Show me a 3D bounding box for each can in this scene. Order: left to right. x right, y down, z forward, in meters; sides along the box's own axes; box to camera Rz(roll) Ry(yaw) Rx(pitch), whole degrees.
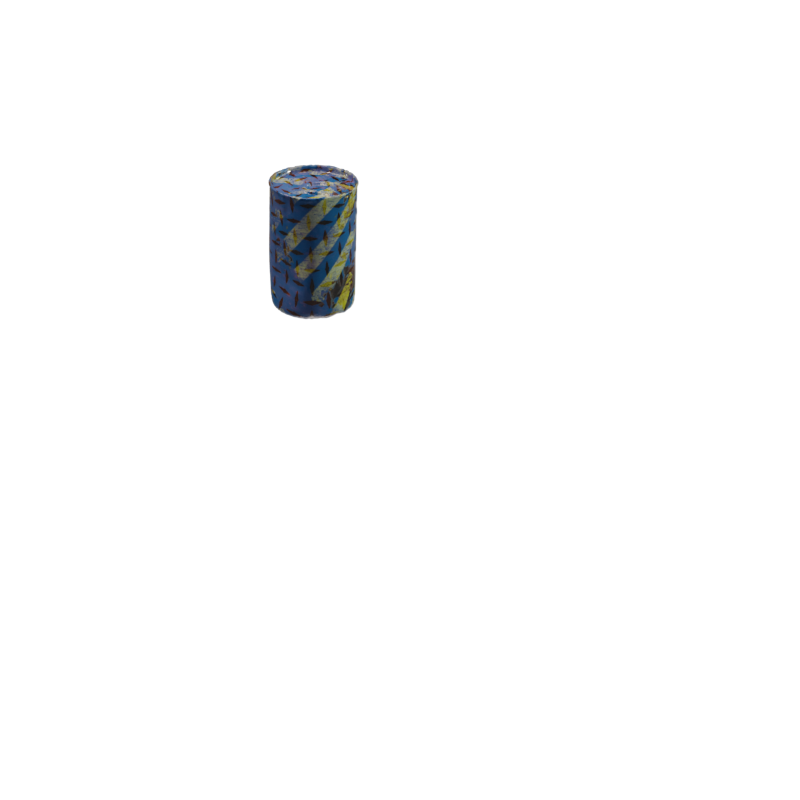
[{"bbox_3d":[-0.067,-0.122,0.856,0.068,0.097,0.073,0,28,-2],"label":"can"}]
